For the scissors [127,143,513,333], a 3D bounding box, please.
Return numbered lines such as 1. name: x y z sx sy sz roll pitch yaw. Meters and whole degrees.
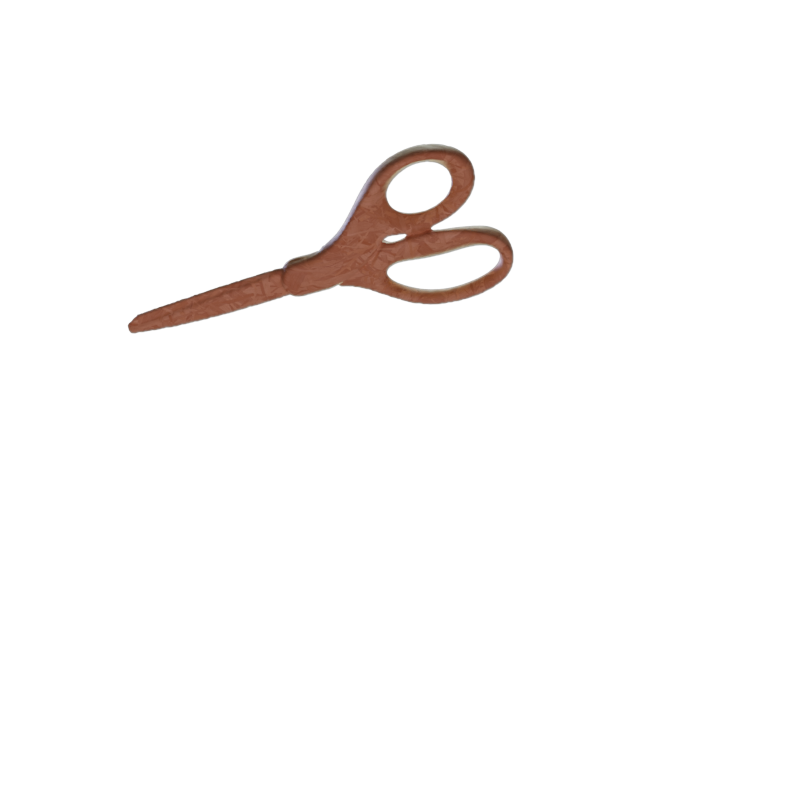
1. scissors: -0.044 -0.080 0.560 0.202 0.090 0.017 -3 30 2
